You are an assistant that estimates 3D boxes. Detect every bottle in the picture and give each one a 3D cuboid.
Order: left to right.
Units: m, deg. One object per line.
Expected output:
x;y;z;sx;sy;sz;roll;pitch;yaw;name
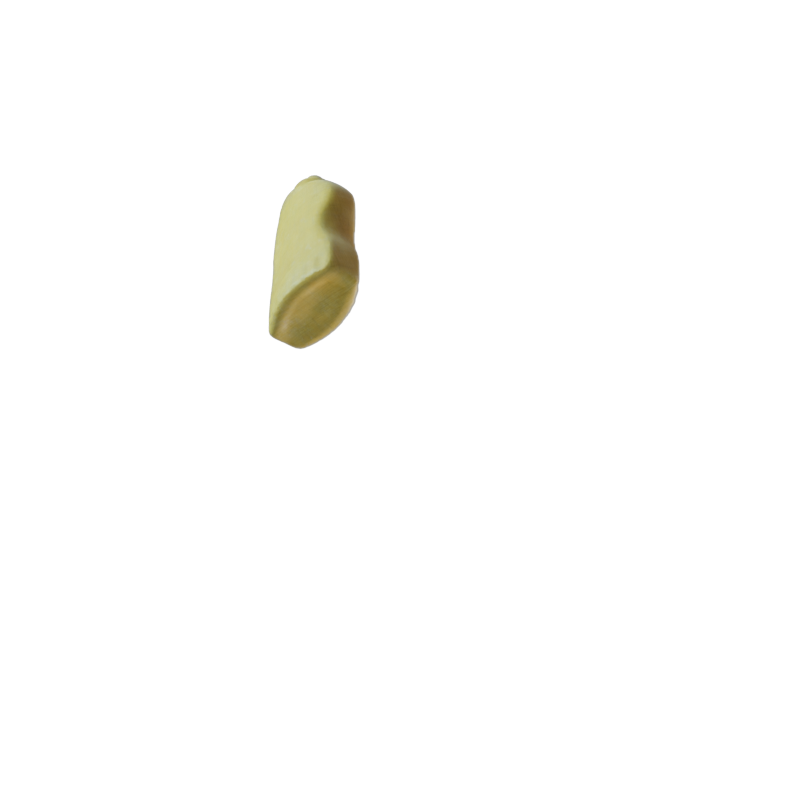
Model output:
-0.077;-0.140;0.983;0.056;0.206;0.093;25;-55;-24;bottle
